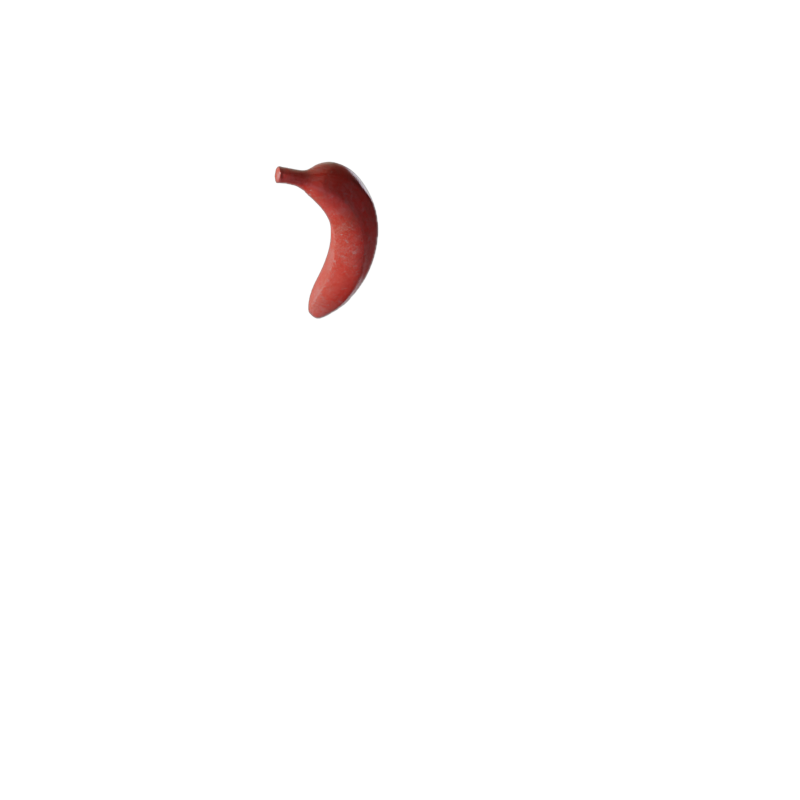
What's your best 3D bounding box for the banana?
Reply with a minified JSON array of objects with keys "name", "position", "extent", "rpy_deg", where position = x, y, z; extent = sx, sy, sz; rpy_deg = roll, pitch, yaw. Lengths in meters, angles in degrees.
[{"name":"banana","position":[-0.051,-0.130,0.880],"extent":[0.070,0.039,0.184],"rpy_deg":[-3,-33,4]}]
